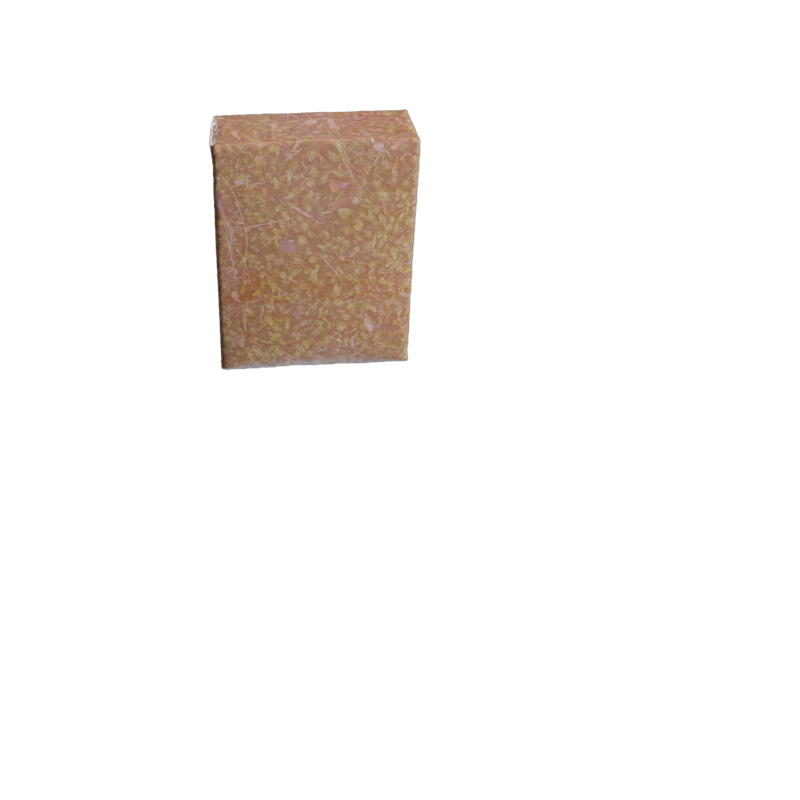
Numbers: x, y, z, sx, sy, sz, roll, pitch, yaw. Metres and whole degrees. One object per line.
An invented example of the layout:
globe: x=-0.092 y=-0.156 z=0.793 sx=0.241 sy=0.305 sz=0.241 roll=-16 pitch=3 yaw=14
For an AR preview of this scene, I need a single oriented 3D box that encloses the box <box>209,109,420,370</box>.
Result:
box: x=-0.073 y=-0.132 z=0.927 sx=0.163 sy=0.201 sz=0.077 roll=-2 pitch=32 yaw=-5
